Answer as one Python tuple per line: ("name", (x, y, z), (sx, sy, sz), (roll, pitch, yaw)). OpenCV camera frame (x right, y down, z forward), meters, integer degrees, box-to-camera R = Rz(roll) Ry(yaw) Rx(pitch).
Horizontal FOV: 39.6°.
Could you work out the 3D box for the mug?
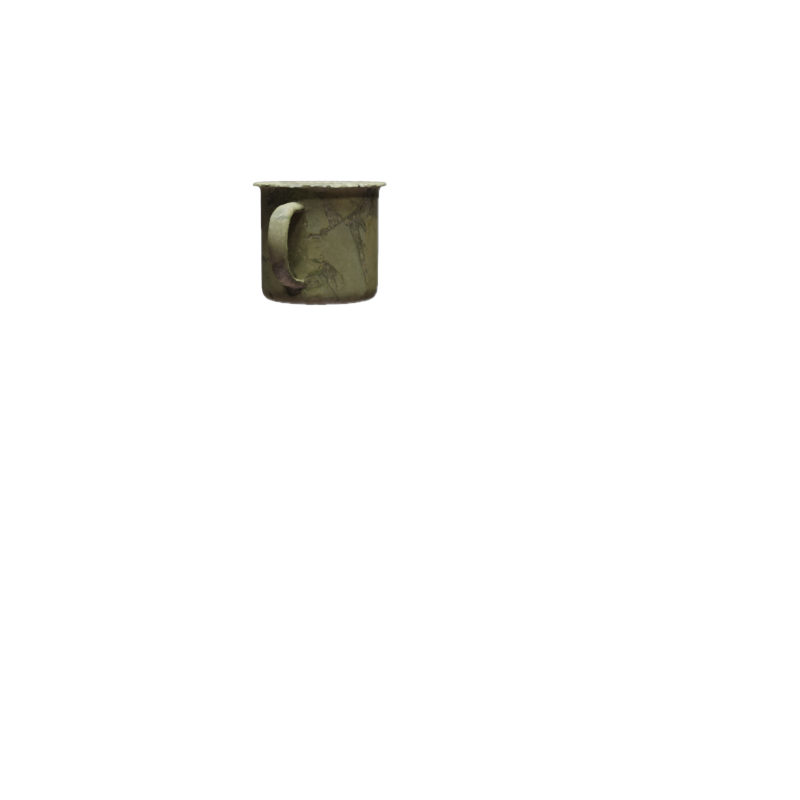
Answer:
("mug", (-0.060, -0.109, 0.762), (0.096, 0.080, 0.116), (3, 10, 18))
